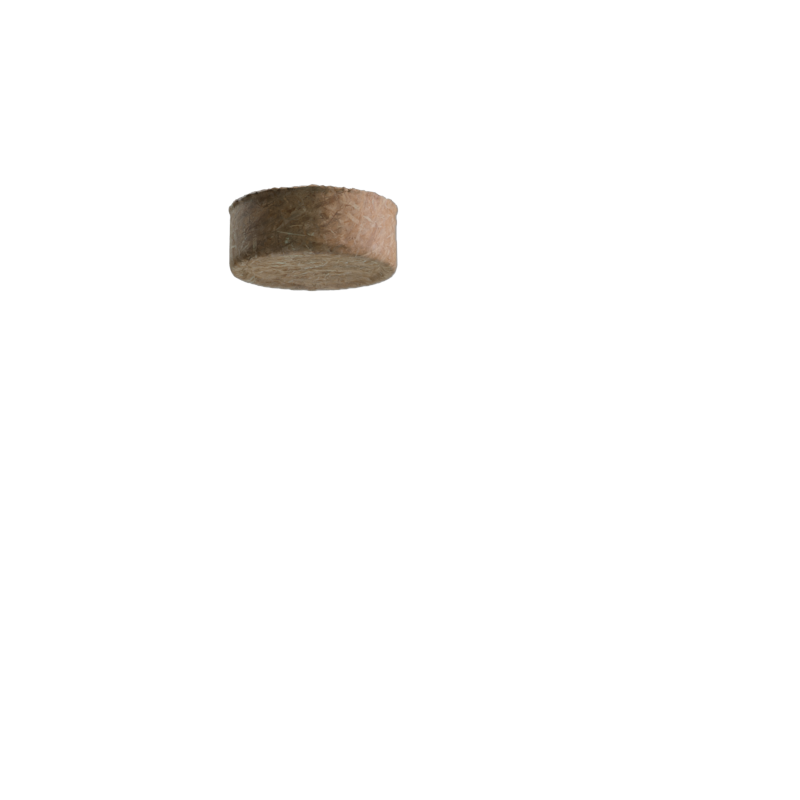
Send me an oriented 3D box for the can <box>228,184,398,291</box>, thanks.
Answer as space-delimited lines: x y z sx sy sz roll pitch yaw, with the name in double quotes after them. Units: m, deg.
-0.044 -0.080 0.557 0.086 0.035 0.084 0 -8 -2 "can"
